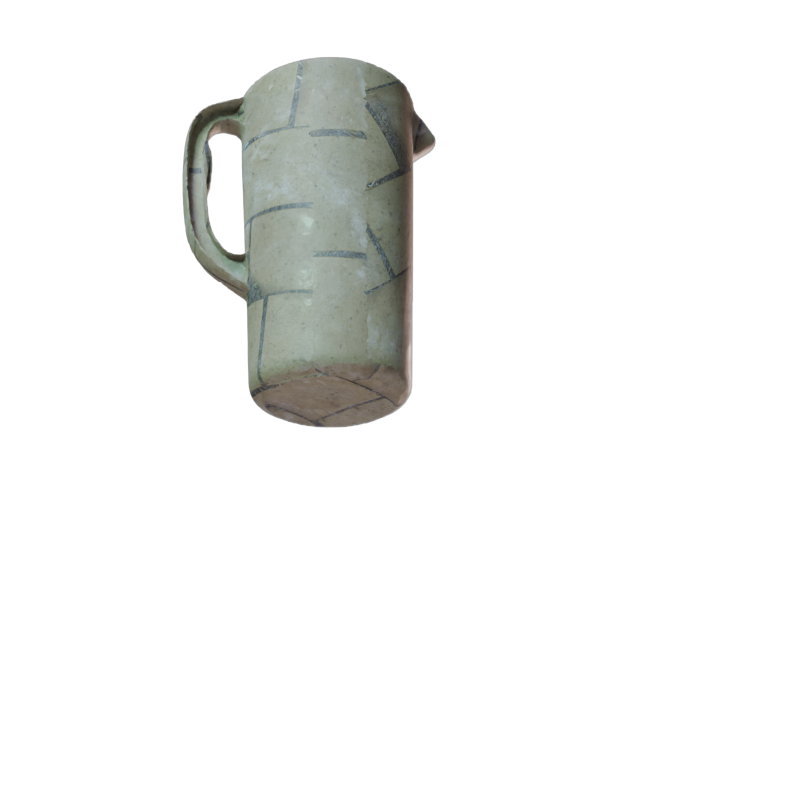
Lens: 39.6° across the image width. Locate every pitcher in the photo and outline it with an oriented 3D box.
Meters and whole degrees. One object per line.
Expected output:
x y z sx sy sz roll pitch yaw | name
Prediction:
-0.061 -0.112 0.783 0.151 0.258 0.134 -17 -31 26 | pitcher
